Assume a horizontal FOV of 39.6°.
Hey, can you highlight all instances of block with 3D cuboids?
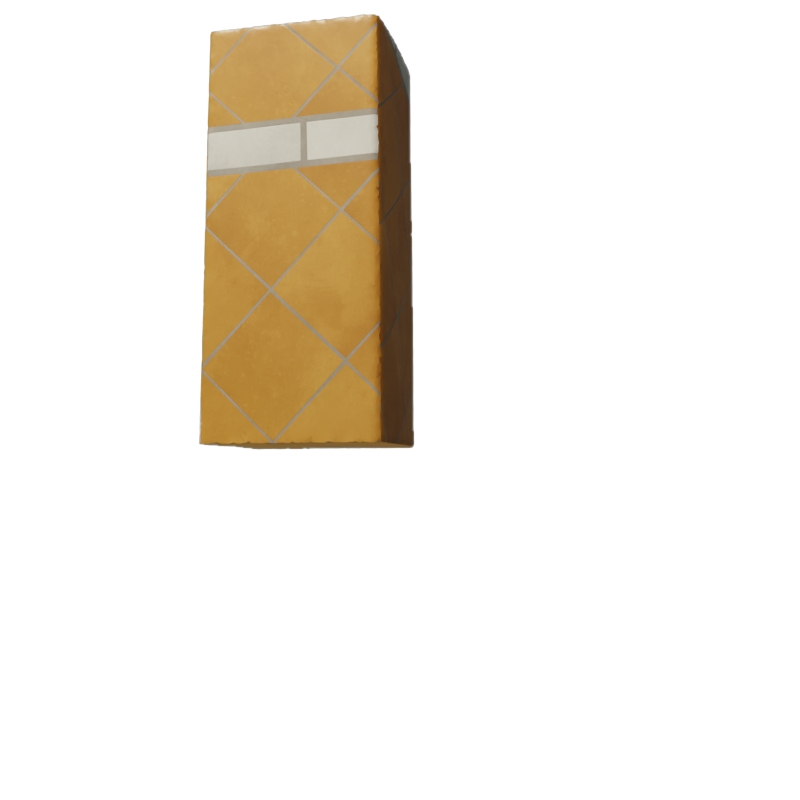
[{"bbox_3d":[-0.044,-0.081,0.569,0.092,0.212,0.086,-3,-11,13],"label":"block"}]
